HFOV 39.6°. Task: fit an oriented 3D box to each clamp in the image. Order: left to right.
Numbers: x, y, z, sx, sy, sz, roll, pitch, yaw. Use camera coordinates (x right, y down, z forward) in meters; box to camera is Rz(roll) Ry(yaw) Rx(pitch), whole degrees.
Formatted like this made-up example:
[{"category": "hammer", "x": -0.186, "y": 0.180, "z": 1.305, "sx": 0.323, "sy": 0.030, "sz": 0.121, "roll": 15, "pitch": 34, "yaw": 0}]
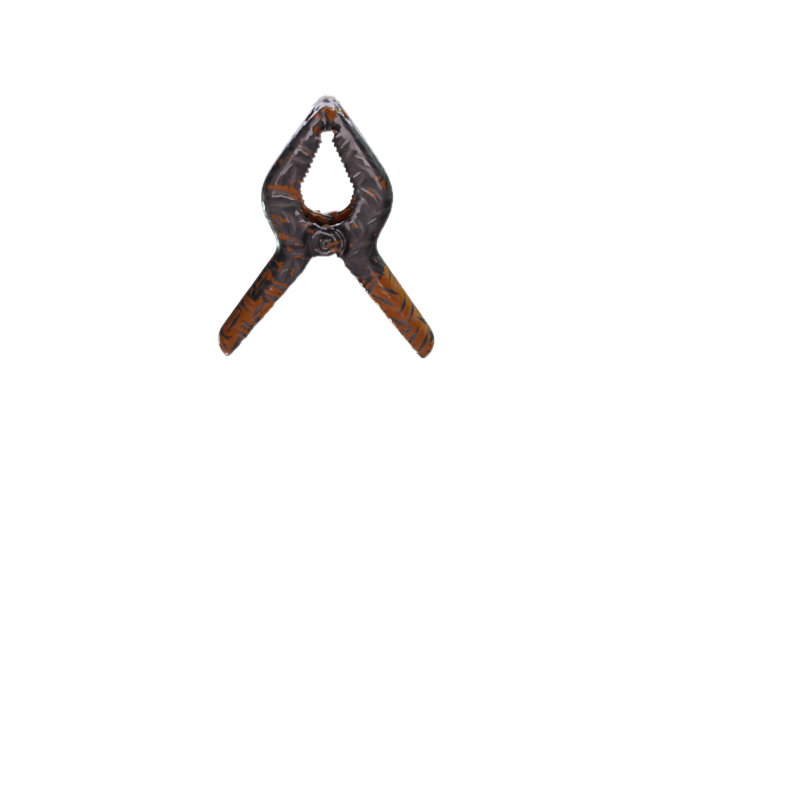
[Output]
[{"category": "clamp", "x": -0.064, "y": -0.116, "z": 0.815, "sx": 0.165, "sy": 0.198, "sz": 0.038, "roll": -5, "pitch": 26, "yaw": 2}]
